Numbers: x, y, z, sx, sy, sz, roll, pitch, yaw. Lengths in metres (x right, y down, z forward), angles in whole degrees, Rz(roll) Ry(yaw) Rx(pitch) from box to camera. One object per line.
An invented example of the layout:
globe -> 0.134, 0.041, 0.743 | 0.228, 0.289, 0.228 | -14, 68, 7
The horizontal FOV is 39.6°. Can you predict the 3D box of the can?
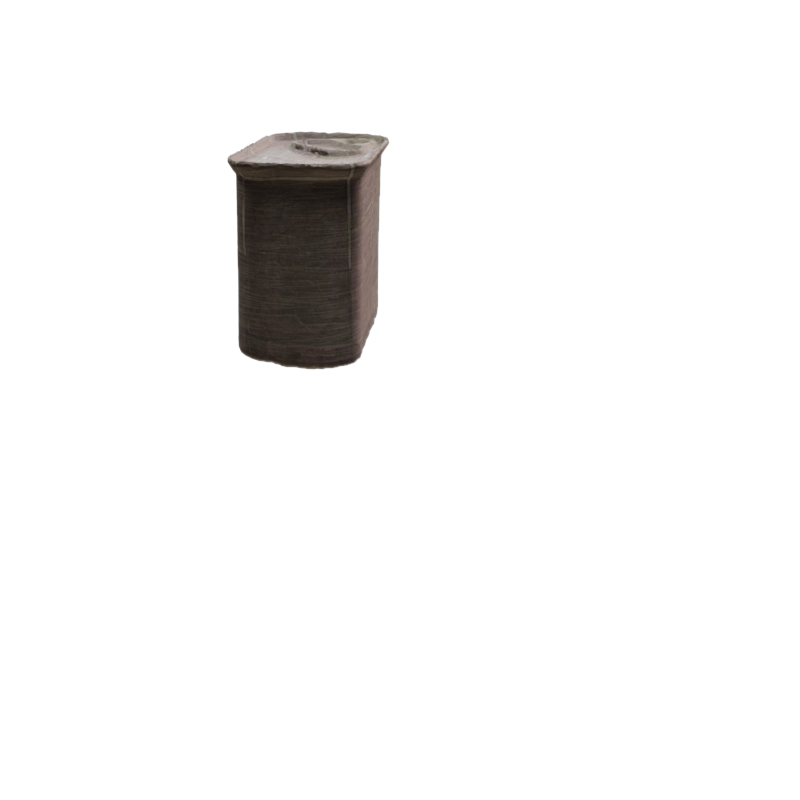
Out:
can -> -0.038, -0.069, 0.481 | 0.058, 0.081, 0.105 | 2, 18, 6
